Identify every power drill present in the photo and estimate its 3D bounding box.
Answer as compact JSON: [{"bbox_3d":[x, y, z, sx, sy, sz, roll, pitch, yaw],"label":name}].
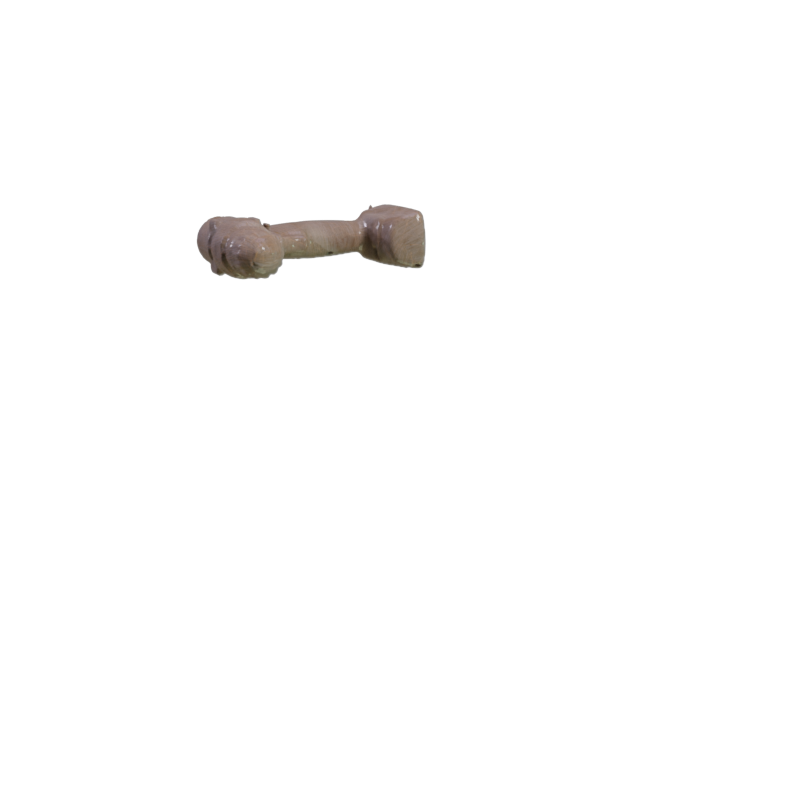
[{"bbox_3d":[-0.077,-0.140,0.981,0.184,0.056,0.193,-5,14,-19],"label":"power drill"}]
